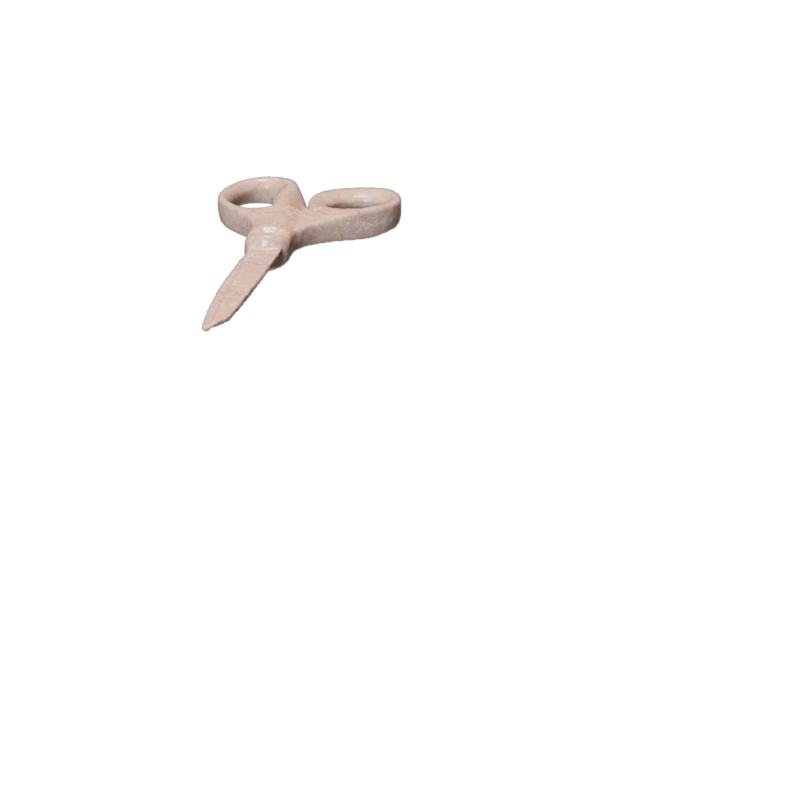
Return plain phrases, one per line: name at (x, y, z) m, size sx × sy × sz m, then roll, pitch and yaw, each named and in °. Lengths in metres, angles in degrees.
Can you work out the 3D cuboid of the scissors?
scissors at (-0.037, -0.067, 0.469) m, size 0.095 × 0.015 × 0.213 m, roll -4°, pitch 24°, yaw -9°
